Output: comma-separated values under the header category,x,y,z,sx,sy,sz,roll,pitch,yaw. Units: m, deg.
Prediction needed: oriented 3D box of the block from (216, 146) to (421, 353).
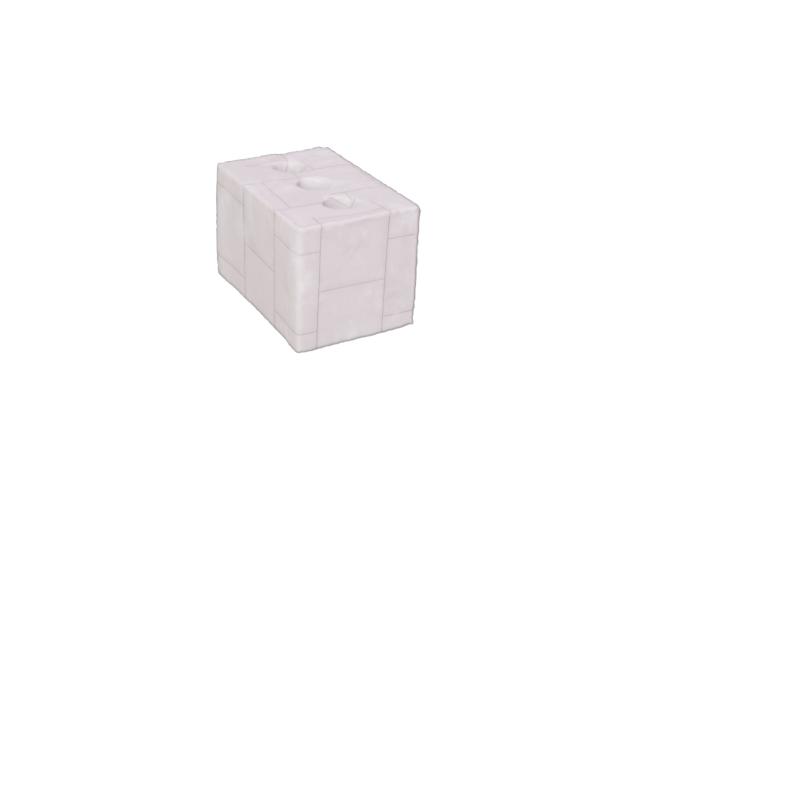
category,x,y,z,sx,sy,sz,roll,pitch,yaw
block,-0.034,-0.062,0.437,0.052,0.048,0.084,-14,32,-26
